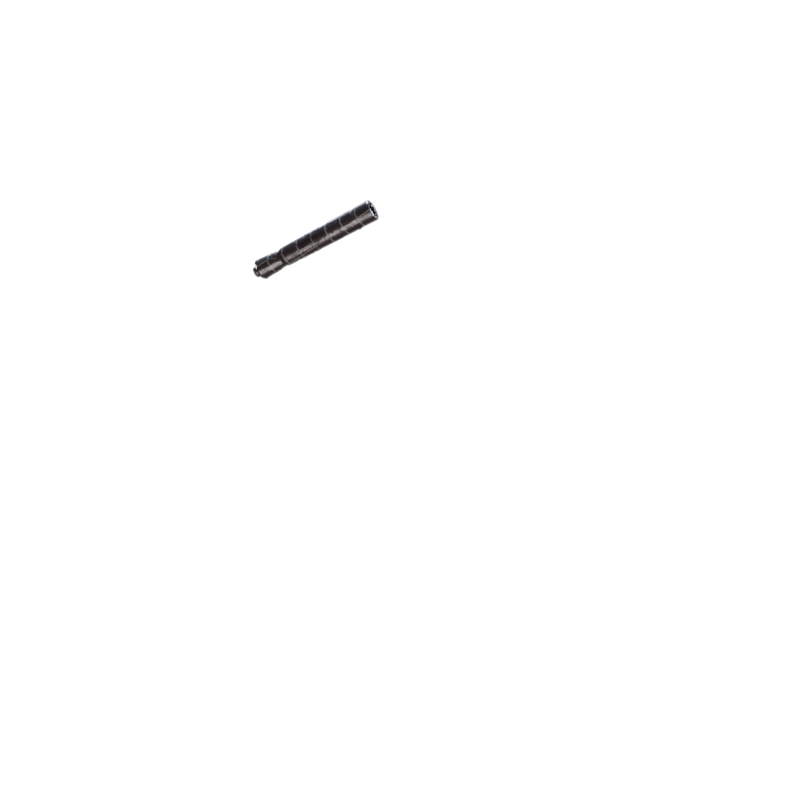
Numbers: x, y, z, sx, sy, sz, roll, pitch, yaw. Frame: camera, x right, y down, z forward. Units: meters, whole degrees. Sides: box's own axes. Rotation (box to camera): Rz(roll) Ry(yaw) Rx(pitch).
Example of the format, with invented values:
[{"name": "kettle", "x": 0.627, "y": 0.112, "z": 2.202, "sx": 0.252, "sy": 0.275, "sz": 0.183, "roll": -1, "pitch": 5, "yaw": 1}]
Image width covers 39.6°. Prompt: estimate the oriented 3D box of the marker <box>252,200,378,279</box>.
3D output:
[{"name": "marker", "x": -0.075, "y": -0.136, "z": 0.955, "sx": 0.121, "sy": 0.020, "sz": 0.019, "roll": -25, "pitch": -4, "yaw": 18}]
